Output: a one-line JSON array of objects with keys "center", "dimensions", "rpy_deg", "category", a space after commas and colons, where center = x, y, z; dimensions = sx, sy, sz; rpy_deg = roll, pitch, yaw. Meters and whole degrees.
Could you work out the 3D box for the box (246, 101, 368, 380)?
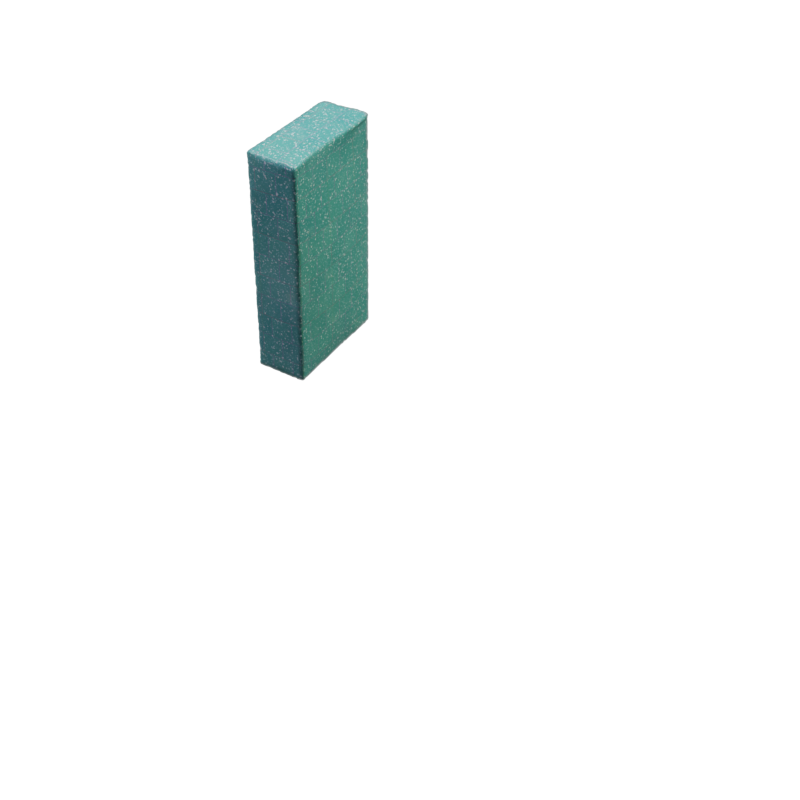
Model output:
[{"center": [-0.061, -0.112, 0.784], "dimensions": [0.050, 0.165, 0.095], "rpy_deg": [21, 41, 22], "category": "box"}]
